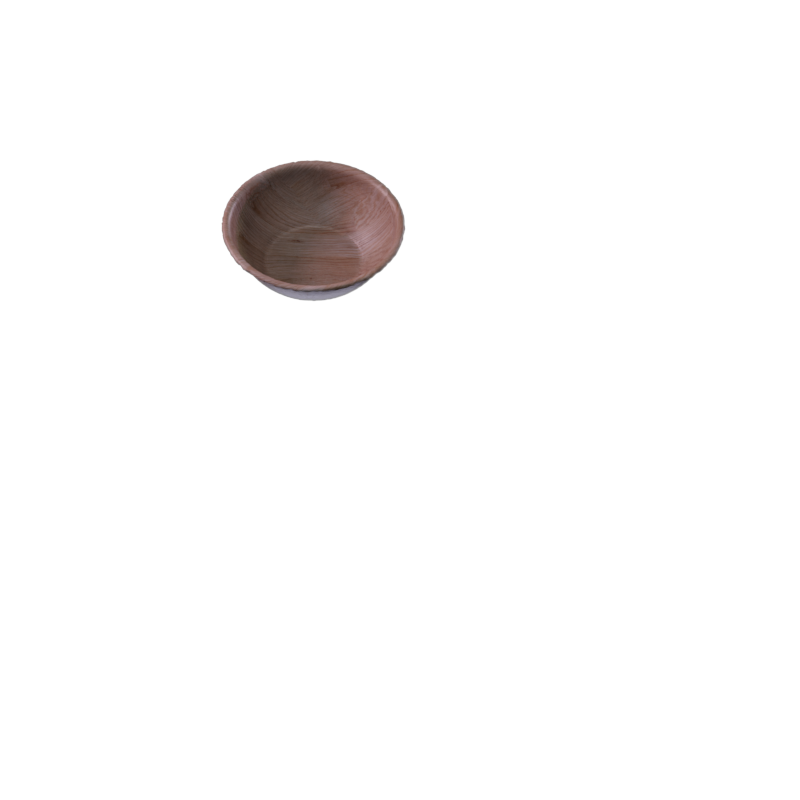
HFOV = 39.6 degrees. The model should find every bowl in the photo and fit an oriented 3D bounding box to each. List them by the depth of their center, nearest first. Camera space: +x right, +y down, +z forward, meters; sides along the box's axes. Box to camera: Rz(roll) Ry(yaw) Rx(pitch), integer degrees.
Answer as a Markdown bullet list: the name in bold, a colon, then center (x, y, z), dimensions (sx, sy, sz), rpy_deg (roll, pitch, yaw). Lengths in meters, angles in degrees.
- **bowl**: center (-0.078, -0.142, 0.996), dimensions (0.162, 0.174, 0.051), rpy_deg (-1, -39, -1)
